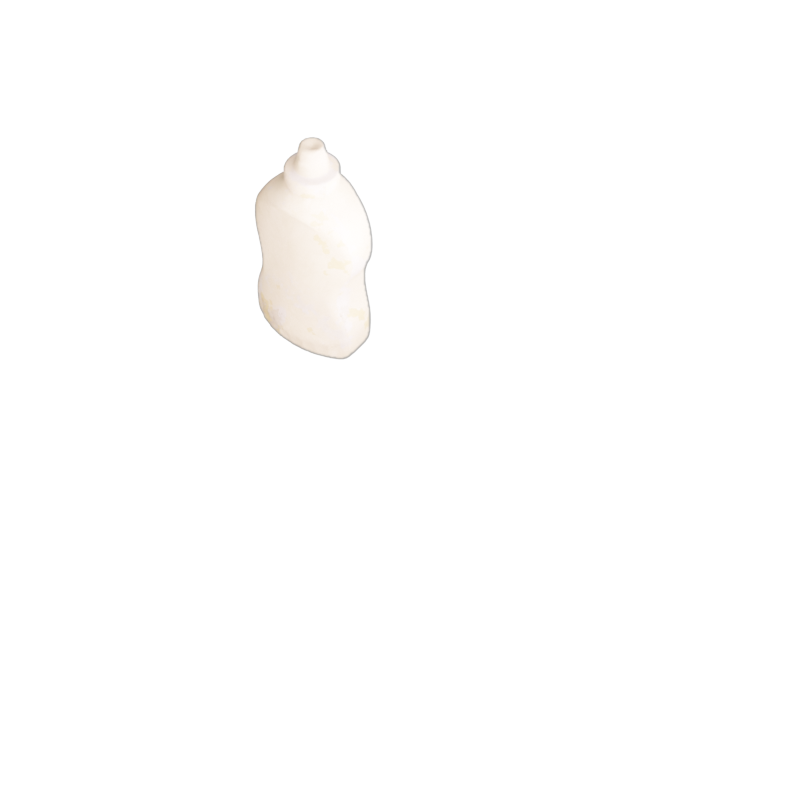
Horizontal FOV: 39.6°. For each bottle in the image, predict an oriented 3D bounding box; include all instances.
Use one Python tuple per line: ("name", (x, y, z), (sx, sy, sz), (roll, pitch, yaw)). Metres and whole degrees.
("bottle", (-0.066, -0.120, 0.840), (0.101, 0.179, 0.059), (33, 54, 24))
